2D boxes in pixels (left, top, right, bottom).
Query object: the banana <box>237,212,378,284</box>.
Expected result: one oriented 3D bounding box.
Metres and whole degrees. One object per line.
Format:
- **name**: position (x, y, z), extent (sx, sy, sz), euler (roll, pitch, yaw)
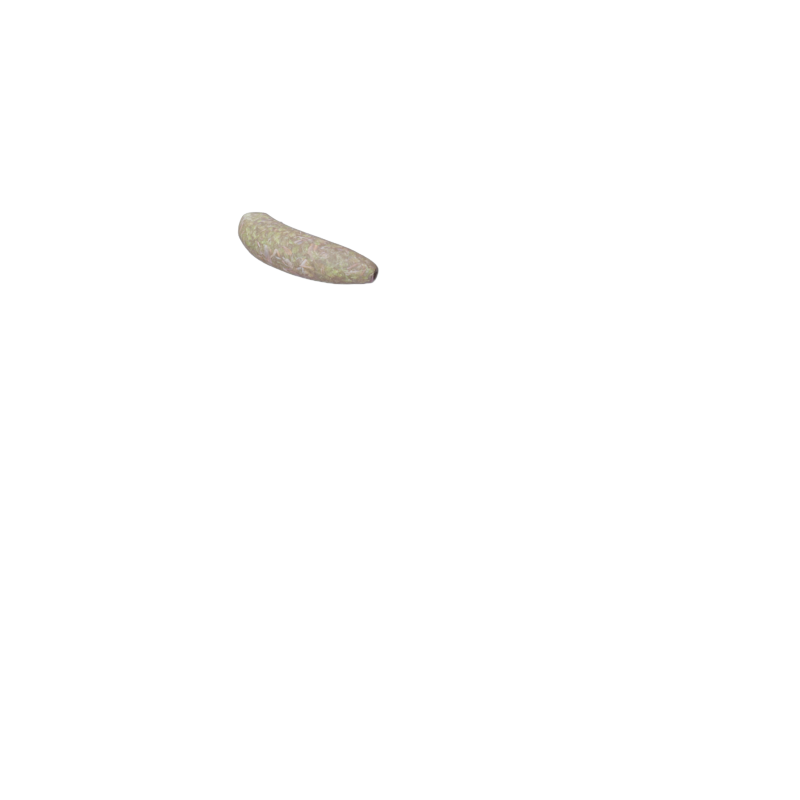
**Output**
- **banana**: position (-0.093, -0.136, 0.958), extent (0.068, 0.035, 0.211), euler (-11, 25, -26)
